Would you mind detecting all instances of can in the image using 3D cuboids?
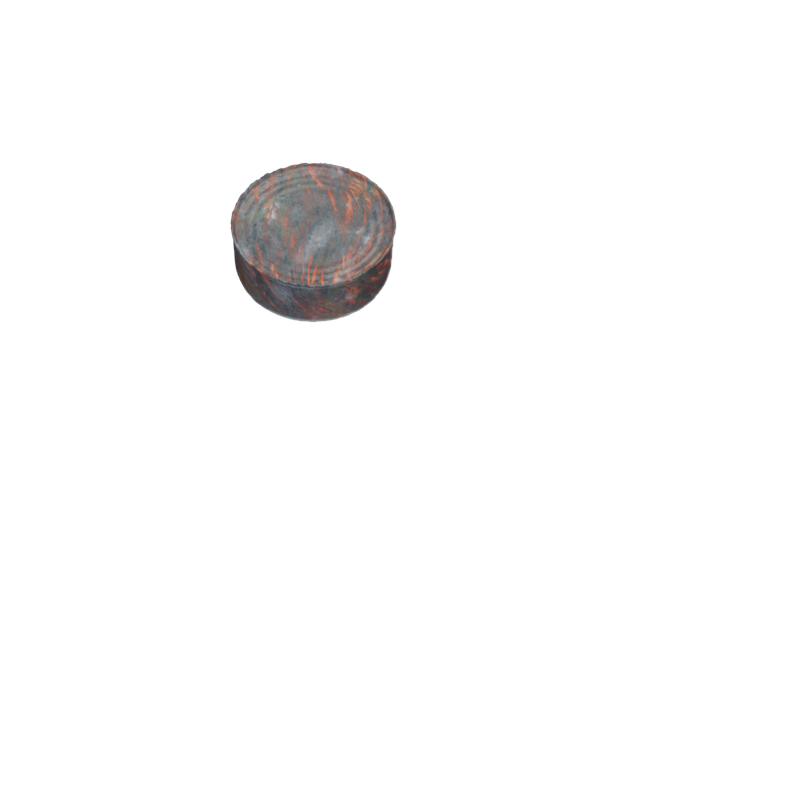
[{"bbox_3d":[-0.046,-0.084,0.586,0.086,0.092,0.031,-1,-37,-1],"label":"can"}]
